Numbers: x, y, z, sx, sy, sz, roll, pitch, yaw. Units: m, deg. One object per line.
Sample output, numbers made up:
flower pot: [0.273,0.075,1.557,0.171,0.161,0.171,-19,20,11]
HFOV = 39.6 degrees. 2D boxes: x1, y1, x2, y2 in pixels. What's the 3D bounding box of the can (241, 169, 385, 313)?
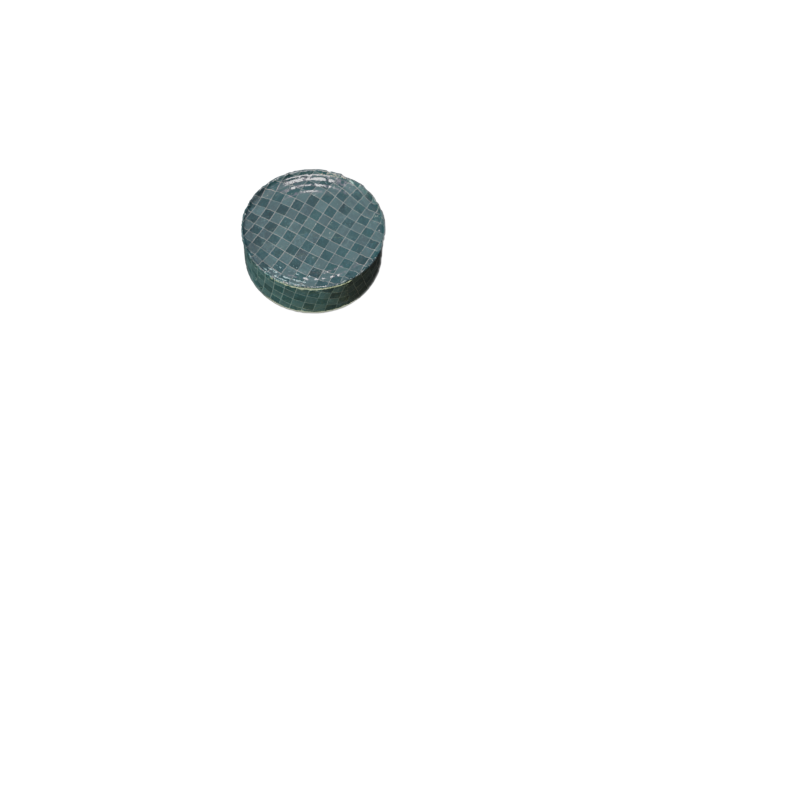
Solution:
can: [-0.052,-0.096,0.669,0.086,0.092,0.031,-1,-31,-1]
